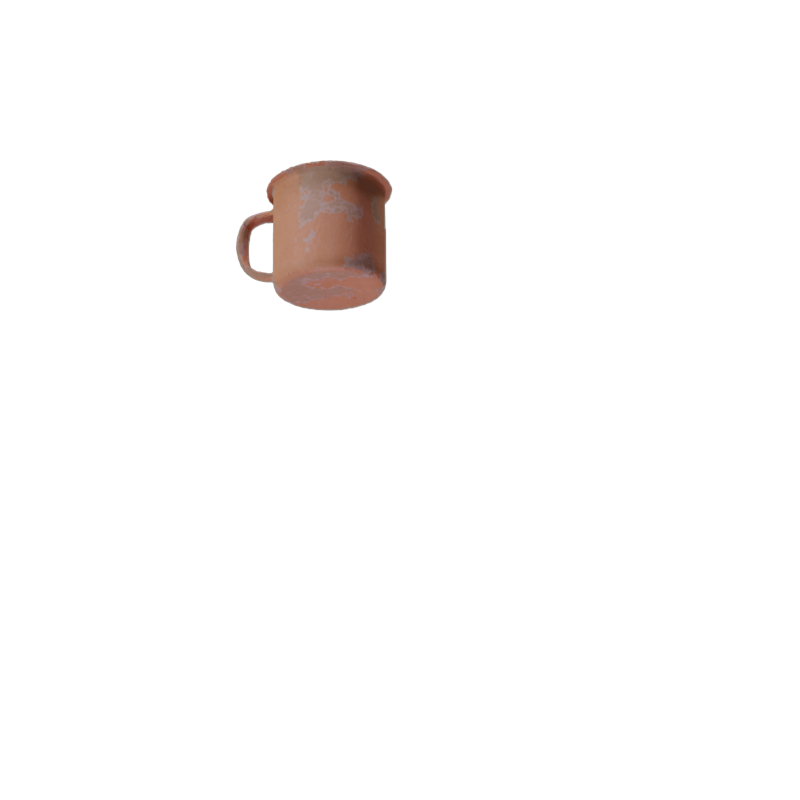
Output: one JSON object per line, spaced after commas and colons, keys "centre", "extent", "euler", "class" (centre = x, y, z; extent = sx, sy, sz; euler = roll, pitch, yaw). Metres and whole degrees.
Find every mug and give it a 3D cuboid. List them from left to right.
{"centre": [-0.063, -0.115, 0.806], "extent": [0.118, 0.086, 0.087], "euler": [-4, -22, 10], "class": "mug"}
